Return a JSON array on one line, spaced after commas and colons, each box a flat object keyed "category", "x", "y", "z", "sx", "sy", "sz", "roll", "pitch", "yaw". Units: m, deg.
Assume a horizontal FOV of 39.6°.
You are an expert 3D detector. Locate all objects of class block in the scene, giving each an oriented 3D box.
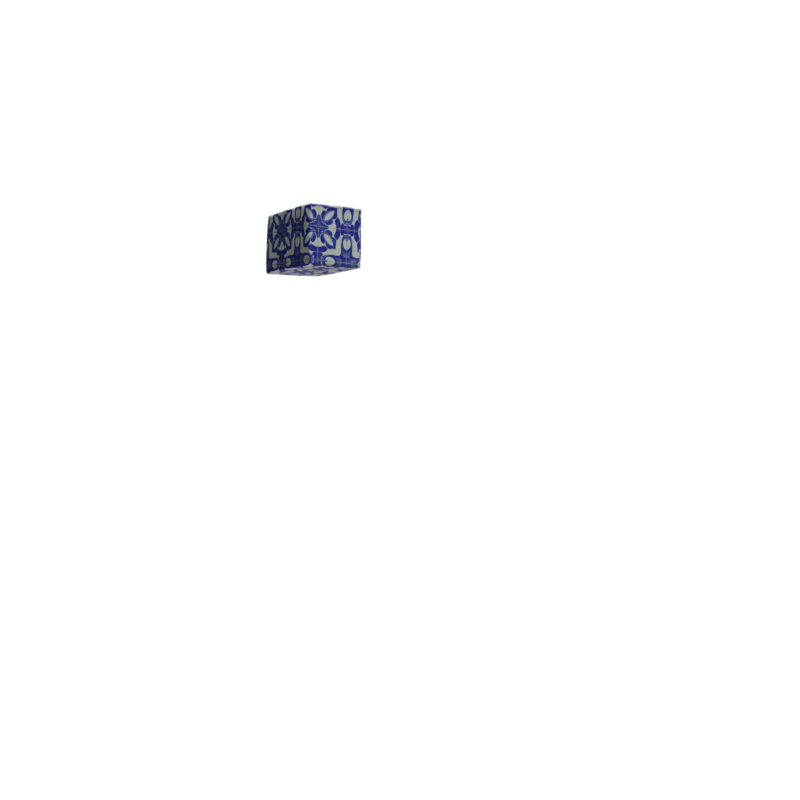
[{"category": "block", "x": -0.074, "y": -0.135, "z": 0.948, "sx": 0.051, "sy": 0.052, "sz": 0.080, "roll": 3, "pitch": -4, "yaw": -33}]
